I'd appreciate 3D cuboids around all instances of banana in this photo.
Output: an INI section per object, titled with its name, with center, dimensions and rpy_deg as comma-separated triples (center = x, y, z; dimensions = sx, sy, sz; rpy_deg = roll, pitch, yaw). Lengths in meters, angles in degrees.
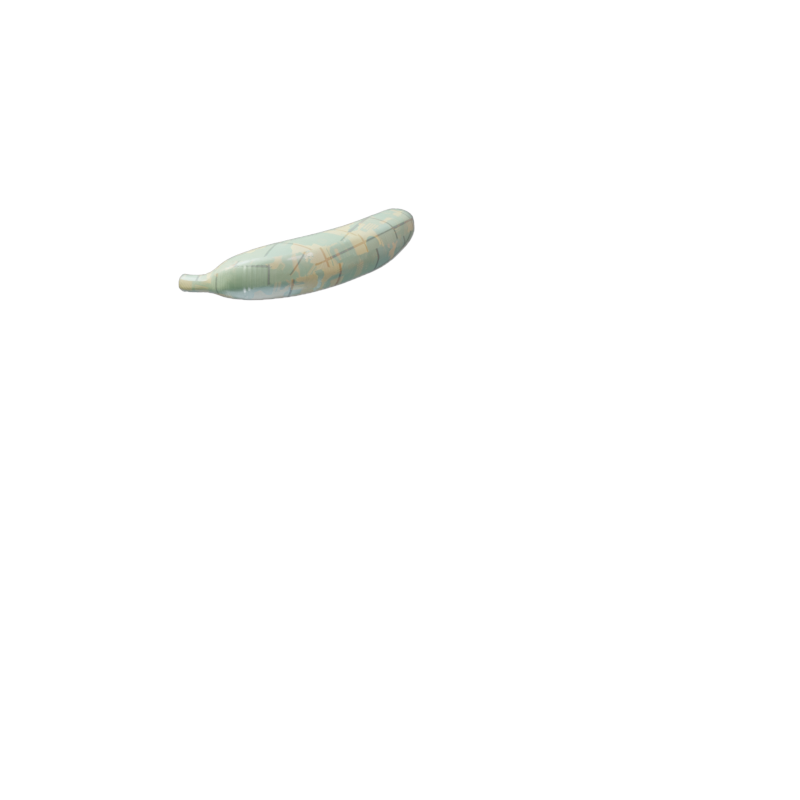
[banana]
center = -0.053, -0.104, 0.769
dimensions = 0.195, 0.035, 0.074
rpy_deg = -19, 33, -33
